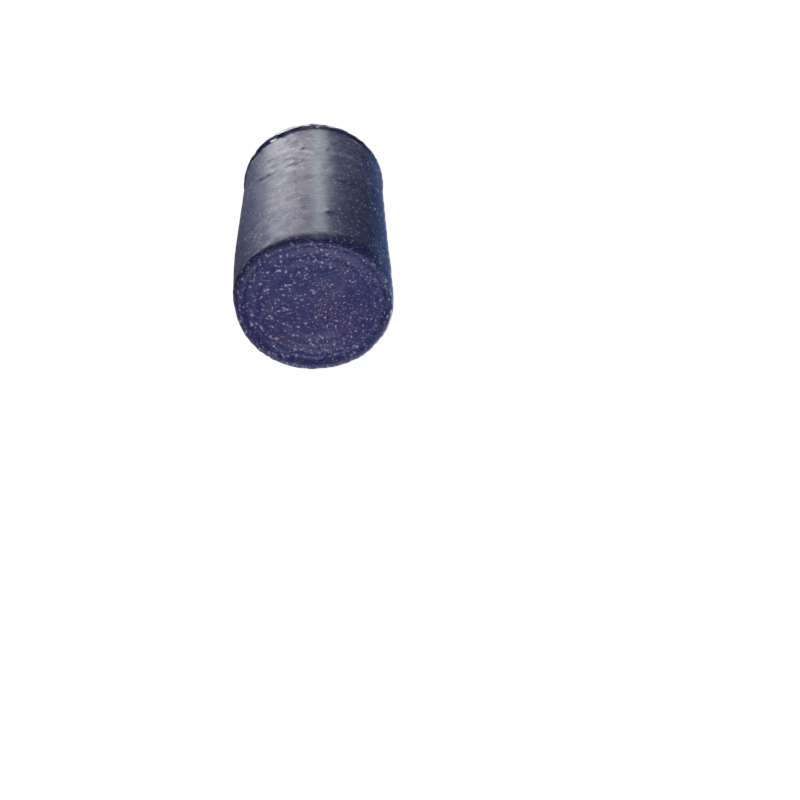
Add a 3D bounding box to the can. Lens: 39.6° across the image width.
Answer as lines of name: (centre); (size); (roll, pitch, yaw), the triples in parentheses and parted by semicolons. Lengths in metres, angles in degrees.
can: (-0.039, -0.071, 0.497); (0.068, 0.064, 0.109); (-1, 37, -3)
